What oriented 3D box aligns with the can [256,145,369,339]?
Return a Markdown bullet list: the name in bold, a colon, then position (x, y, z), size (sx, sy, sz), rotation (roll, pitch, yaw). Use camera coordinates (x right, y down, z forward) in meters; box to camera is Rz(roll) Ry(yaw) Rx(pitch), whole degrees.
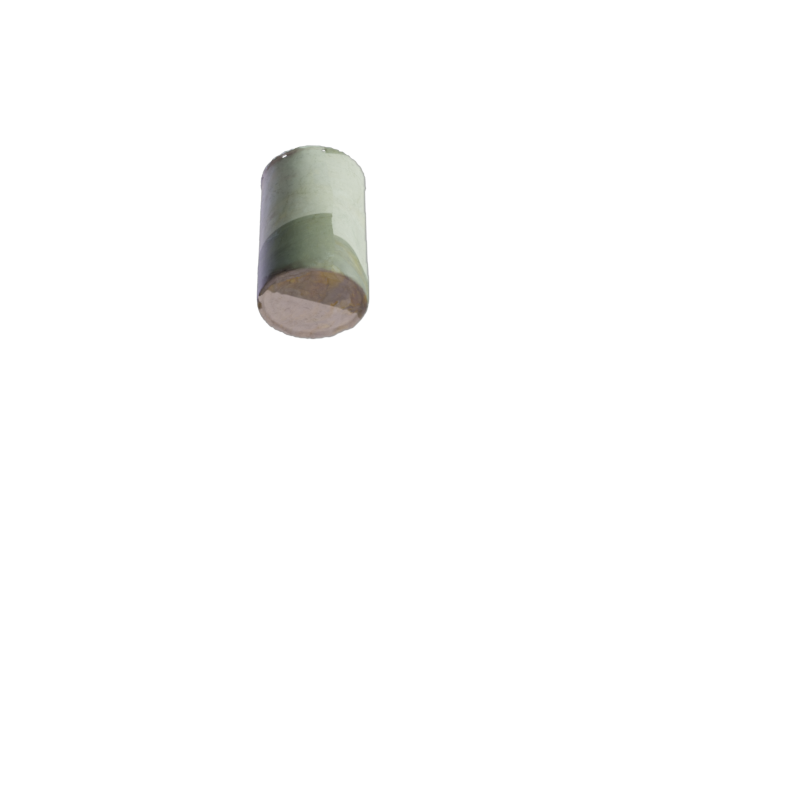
- **can**: position (-0.053, -0.097, 0.680), size (0.068, 0.110, 0.064), rotation (-1, -39, -3)
